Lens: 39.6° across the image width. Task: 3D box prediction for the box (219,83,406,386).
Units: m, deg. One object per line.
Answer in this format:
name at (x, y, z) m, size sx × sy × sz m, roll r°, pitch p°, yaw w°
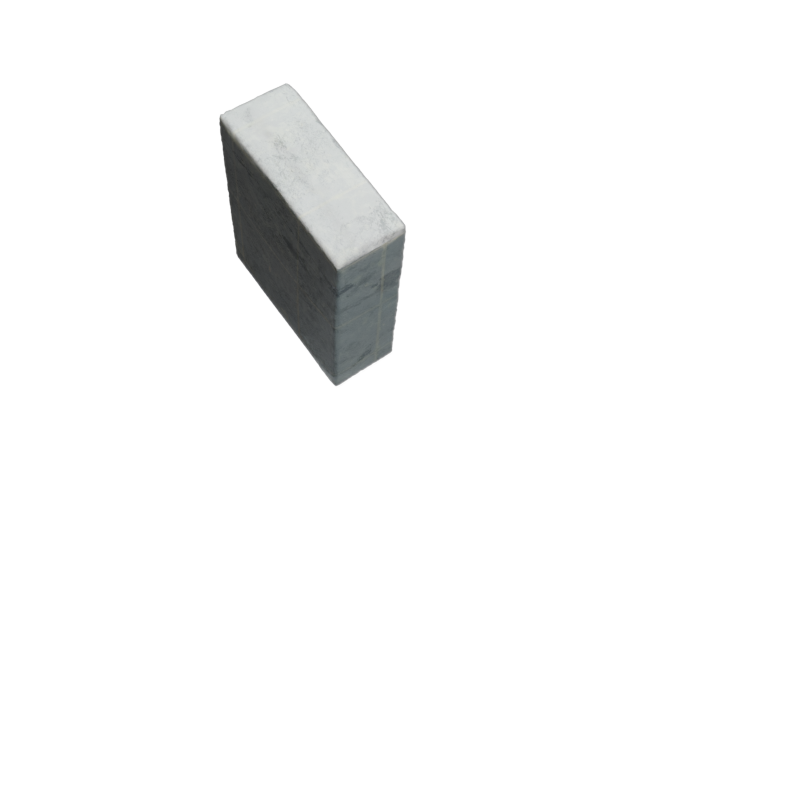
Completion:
box at (-0.071, -0.130, 0.907) m, size 0.072 × 0.174 × 0.202 m, roll -30°, pitch -21°, yaw -16°
